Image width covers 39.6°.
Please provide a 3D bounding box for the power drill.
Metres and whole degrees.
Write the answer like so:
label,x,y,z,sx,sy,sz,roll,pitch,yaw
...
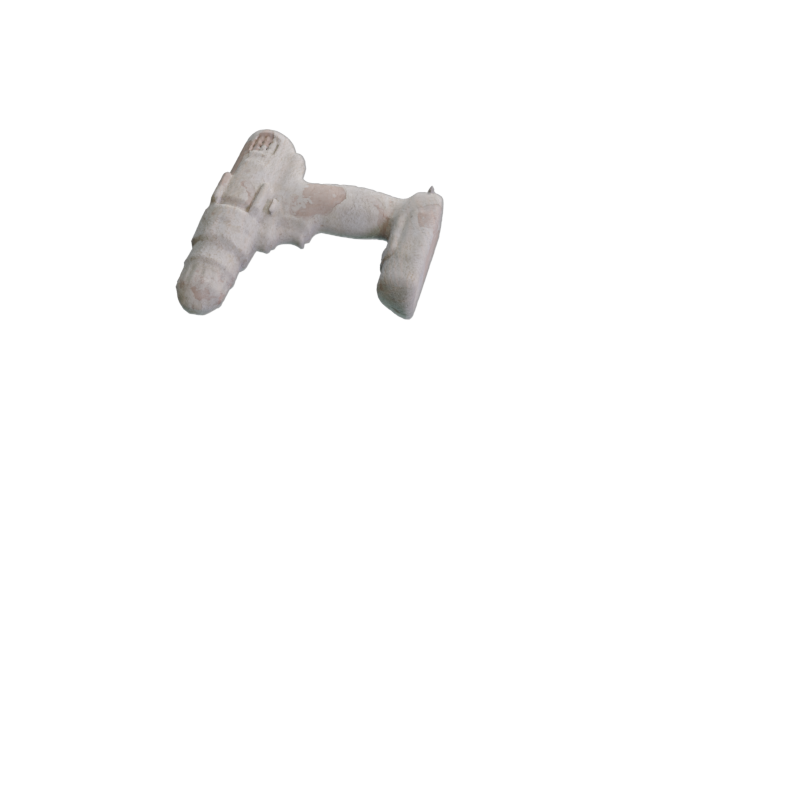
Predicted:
label,x,y,z,sx,sy,sz,roll,pitch,yaw
power drill,-0.070,-0.127,0.892,0.191,0.193,0.054,16,-30,9
